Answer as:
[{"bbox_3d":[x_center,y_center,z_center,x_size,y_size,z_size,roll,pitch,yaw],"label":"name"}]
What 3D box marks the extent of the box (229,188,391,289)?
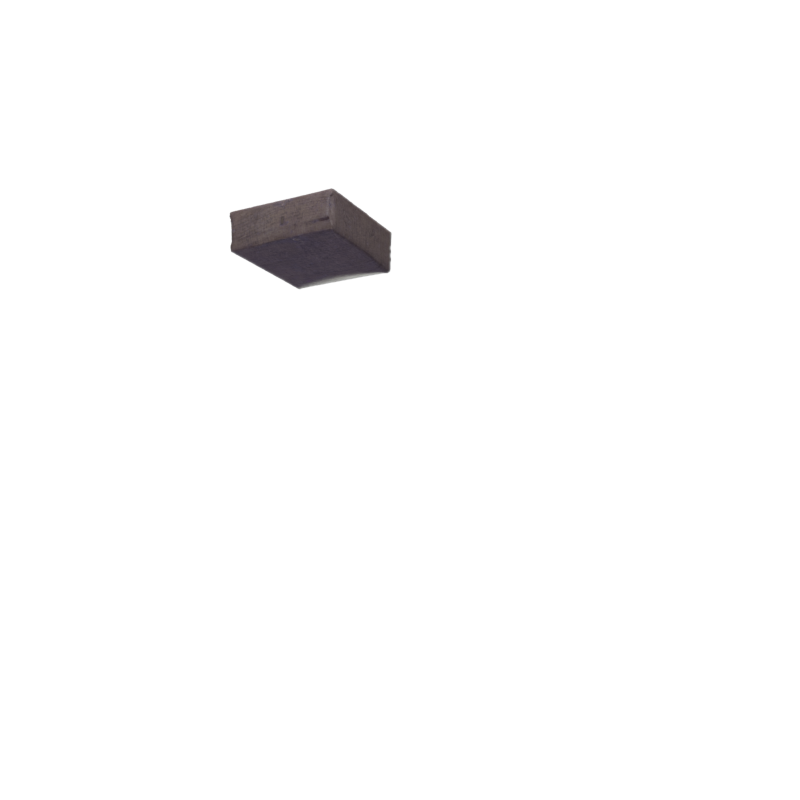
[{"bbox_3d":[-0.068,-0.125,0.873,0.092,0.041,0.106,-7,-17,24],"label":"box"}]
